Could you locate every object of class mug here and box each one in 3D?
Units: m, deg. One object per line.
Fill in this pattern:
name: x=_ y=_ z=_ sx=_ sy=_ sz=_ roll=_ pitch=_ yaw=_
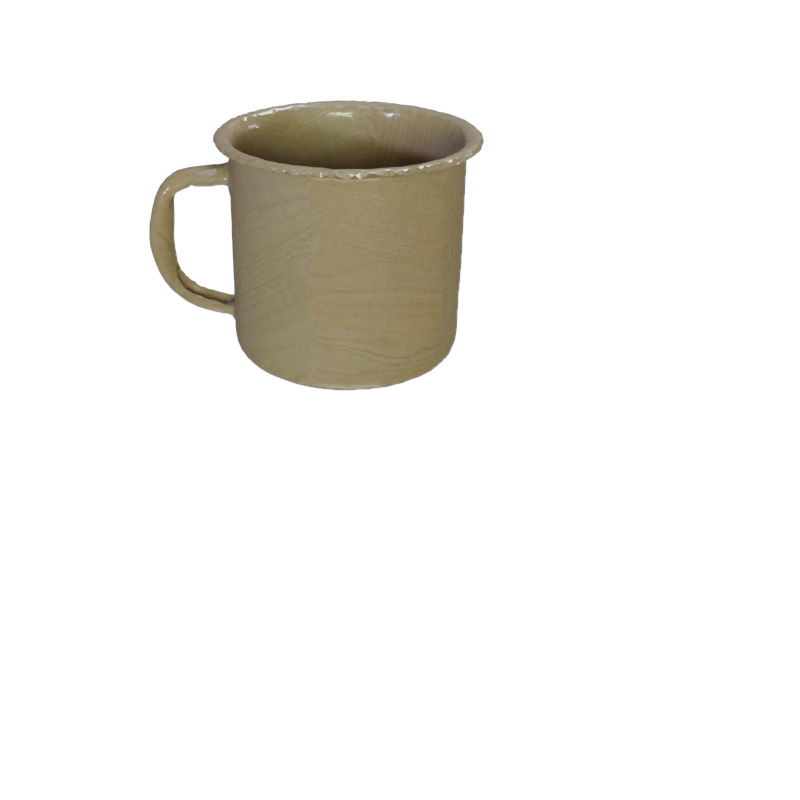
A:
mug: x=-0.031 y=-0.057 z=0.397 sx=0.117 sy=0.077 sz=0.098 roll=-1 pitch=26 yaw=-3
